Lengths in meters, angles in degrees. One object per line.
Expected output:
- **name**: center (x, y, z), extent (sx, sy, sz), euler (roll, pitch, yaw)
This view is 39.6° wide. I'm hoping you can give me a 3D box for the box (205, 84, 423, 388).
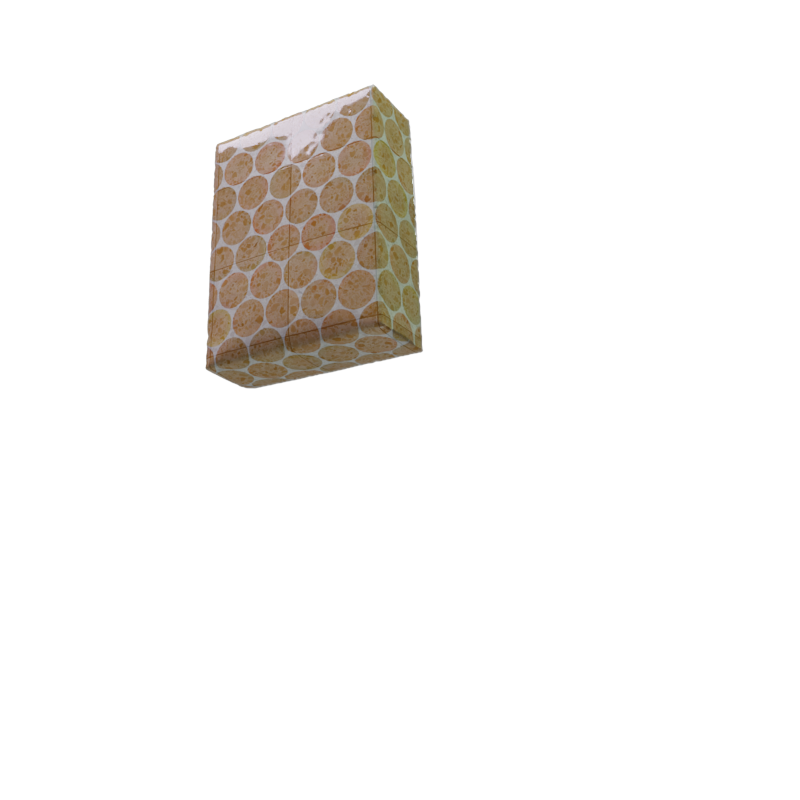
- **box**: center (-0.071, -0.129, 0.903), extent (0.166, 0.226, 0.067), euler (-15, -29, 27)
